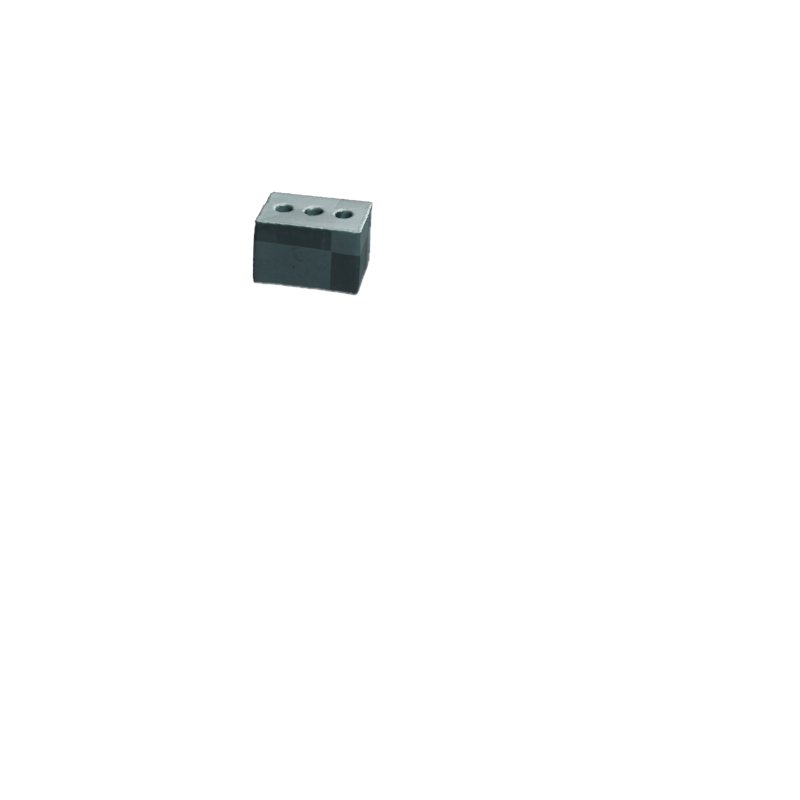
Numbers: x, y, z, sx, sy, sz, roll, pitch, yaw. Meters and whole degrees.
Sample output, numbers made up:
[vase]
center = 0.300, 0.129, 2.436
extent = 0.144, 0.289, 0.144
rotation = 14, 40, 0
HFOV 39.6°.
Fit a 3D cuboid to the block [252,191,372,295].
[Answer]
[block]
center = -0.062, -0.114, 0.797
extent = 0.079, 0.048, 0.055
rotation = 7, 33, 9
